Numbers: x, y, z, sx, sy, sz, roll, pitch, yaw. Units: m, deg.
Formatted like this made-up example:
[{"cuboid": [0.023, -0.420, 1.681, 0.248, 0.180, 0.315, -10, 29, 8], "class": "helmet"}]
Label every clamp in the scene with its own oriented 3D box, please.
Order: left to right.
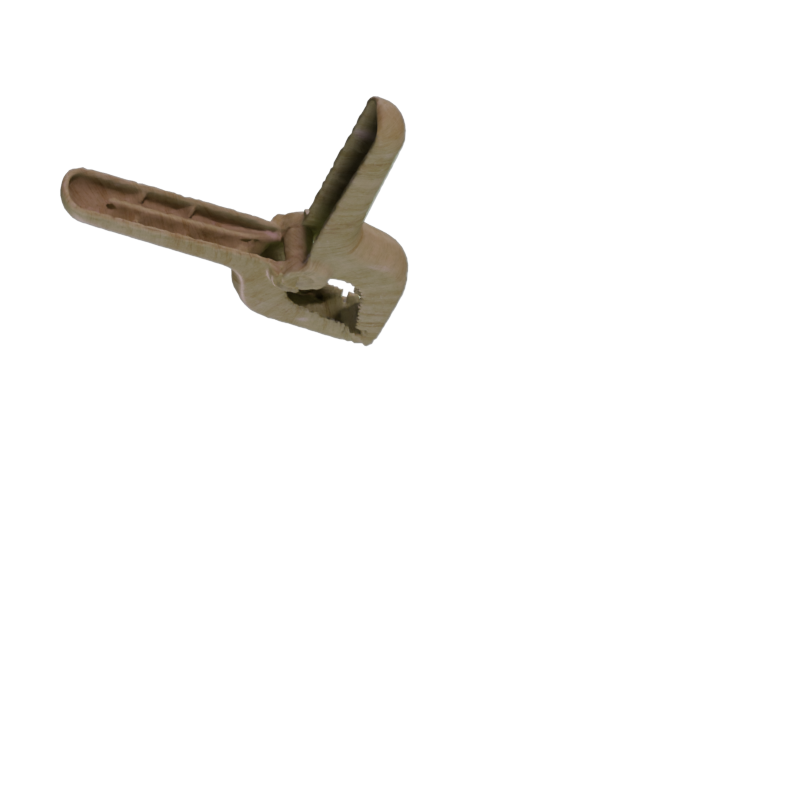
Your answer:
[{"cuboid": [-0.044, -0.080, 0.559, 0.167, 0.038, 0.195, -10, -24, 24], "class": "clamp"}]
